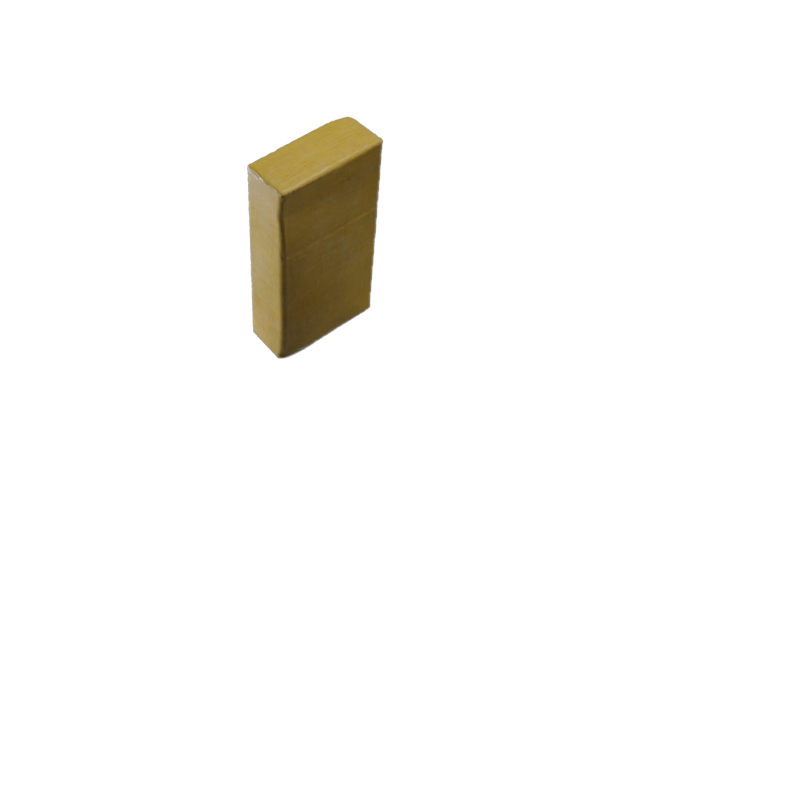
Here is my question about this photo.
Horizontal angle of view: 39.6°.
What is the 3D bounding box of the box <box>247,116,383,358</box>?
[{"bbox_3d":[-0.064,-0.116,0.813,0.094,0.164,0.051,-33,57,-29],"label":"box"}]
